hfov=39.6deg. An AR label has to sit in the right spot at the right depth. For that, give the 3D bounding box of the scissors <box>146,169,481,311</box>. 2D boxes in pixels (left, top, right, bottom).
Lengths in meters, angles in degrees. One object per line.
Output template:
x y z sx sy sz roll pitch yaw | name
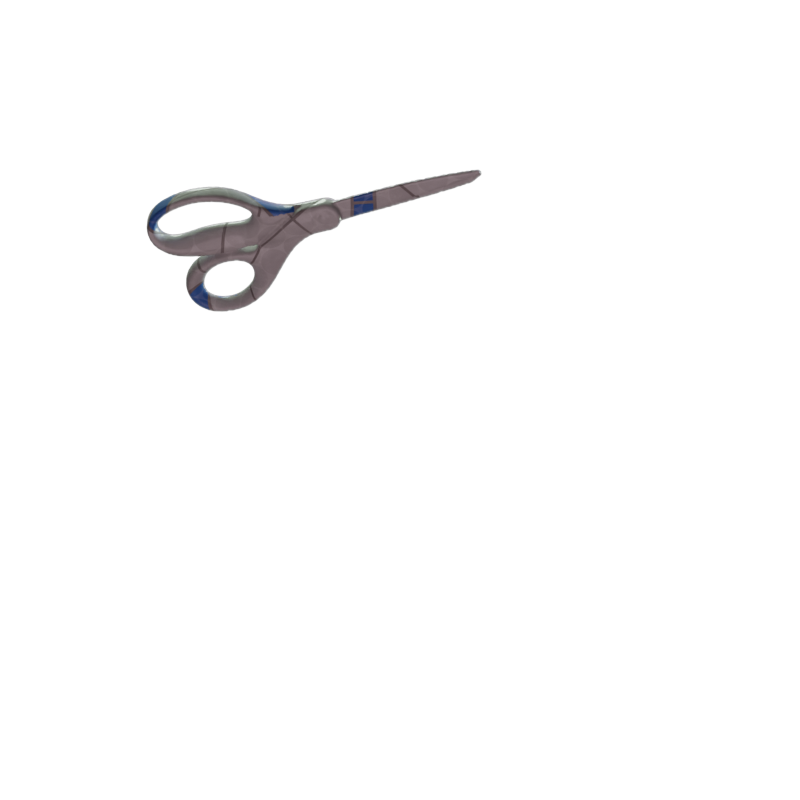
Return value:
-0.053 -0.097 0.681 0.202 0.090 0.017 -1 37 1 | scissors
